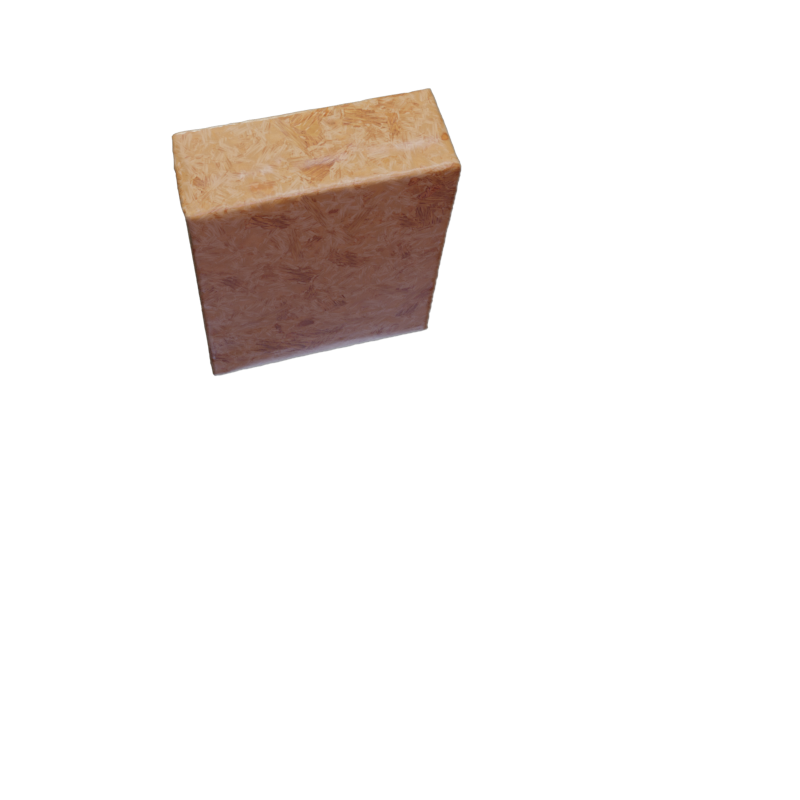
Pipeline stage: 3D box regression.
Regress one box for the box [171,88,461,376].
[{"bbox_3d":[-0.058,-0.105,0.735,0.163,0.077,0.201,-12,-25,-9],"label":"box"}]
